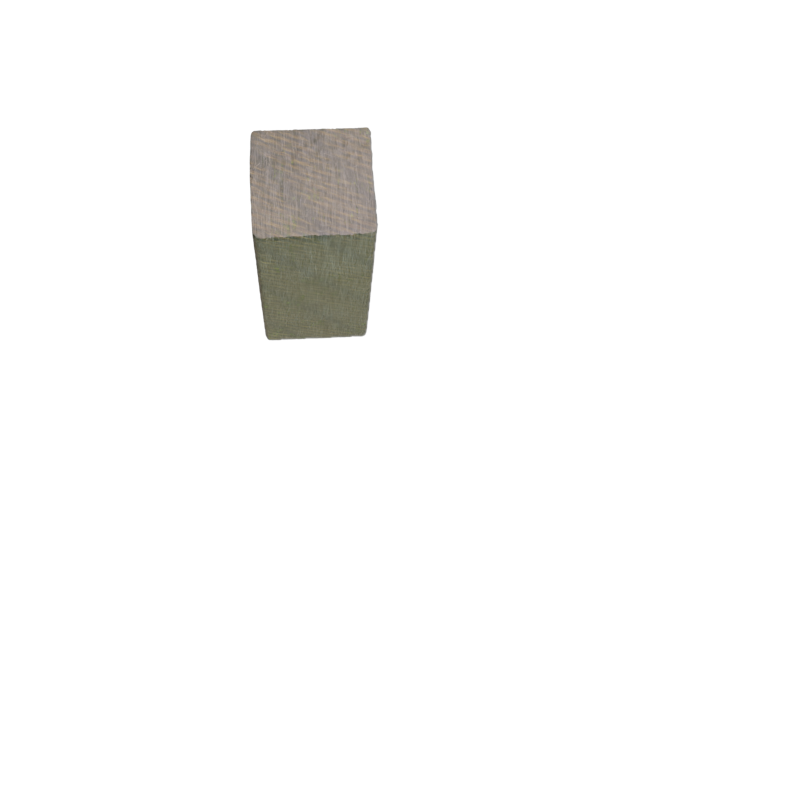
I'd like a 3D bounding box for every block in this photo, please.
[{"bbox_3d":[-0.070,-0.126,0.887,0.090,0.095,0.196,-2,-20,-4],"label":"block"}]
